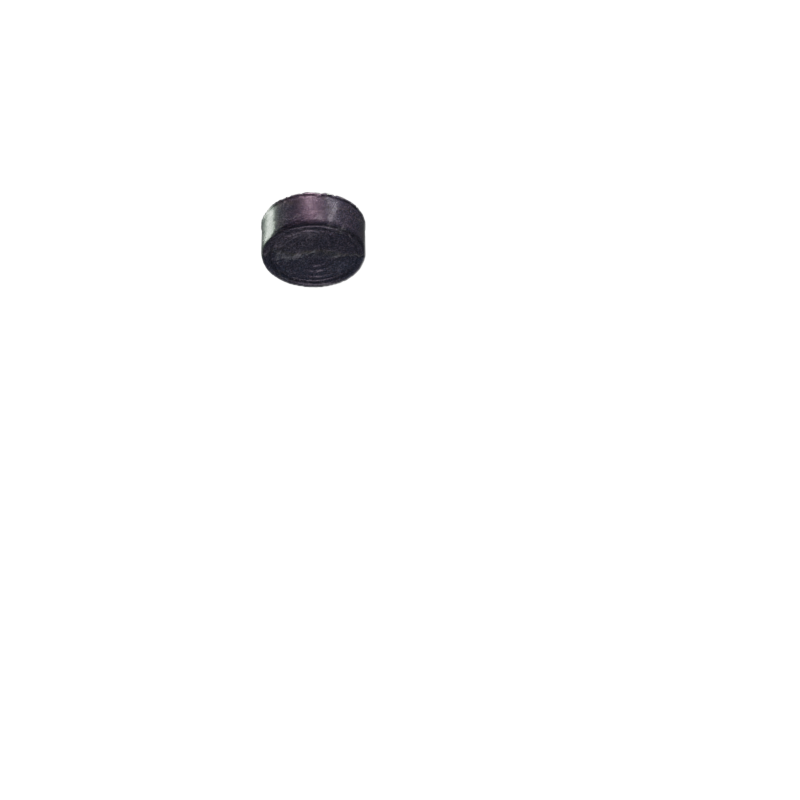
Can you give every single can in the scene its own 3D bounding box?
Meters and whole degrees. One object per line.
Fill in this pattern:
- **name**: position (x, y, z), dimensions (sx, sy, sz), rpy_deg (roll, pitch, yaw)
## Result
- **can**: position (-0.070, -0.128, 0.899), dimensions (0.086, 0.036, 0.080), rpy_deg (1, -34, -2)
